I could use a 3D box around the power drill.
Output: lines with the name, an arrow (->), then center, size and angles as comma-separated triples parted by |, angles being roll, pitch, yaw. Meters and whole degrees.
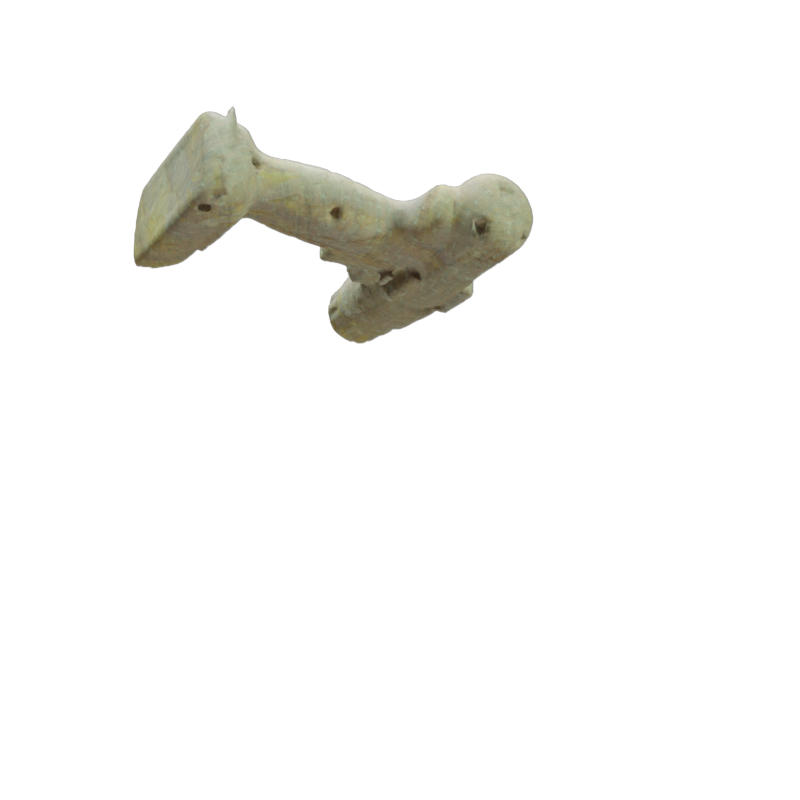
power drill -> -0.049, -0.089, 0.620 | 0.180, 0.061, 0.182 | 11, -24, -26
